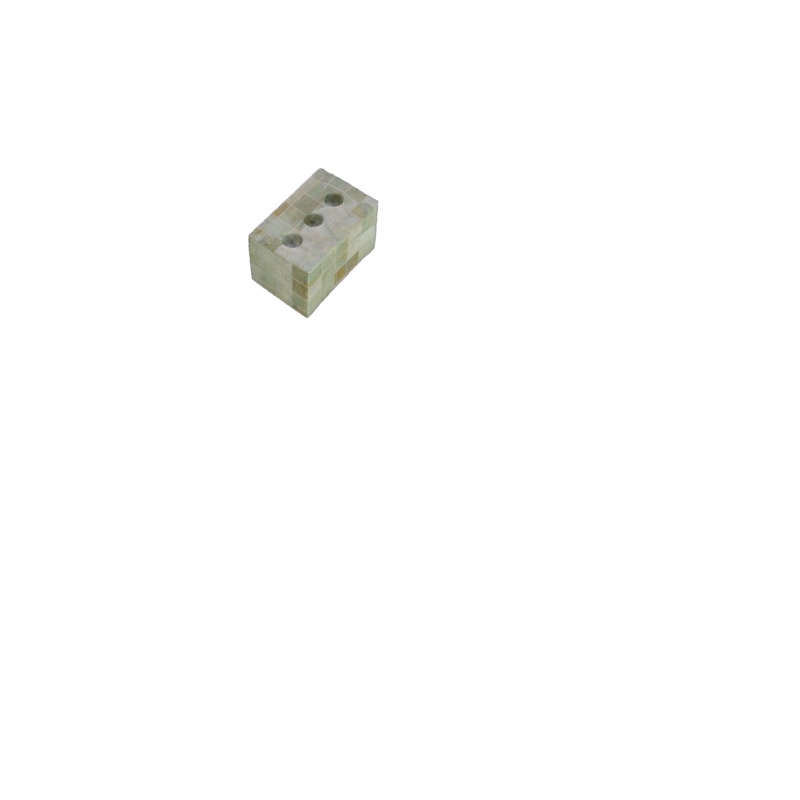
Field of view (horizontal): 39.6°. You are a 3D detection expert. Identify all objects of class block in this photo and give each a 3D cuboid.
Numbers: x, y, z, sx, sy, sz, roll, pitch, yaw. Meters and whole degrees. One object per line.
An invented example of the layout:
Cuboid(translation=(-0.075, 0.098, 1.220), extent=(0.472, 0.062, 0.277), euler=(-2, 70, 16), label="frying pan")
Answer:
Cuboid(translation=(-0.059, -0.107, 0.750), extent=(0.055, 0.080, 0.048), euler=(32, -29, 18), label="block")
